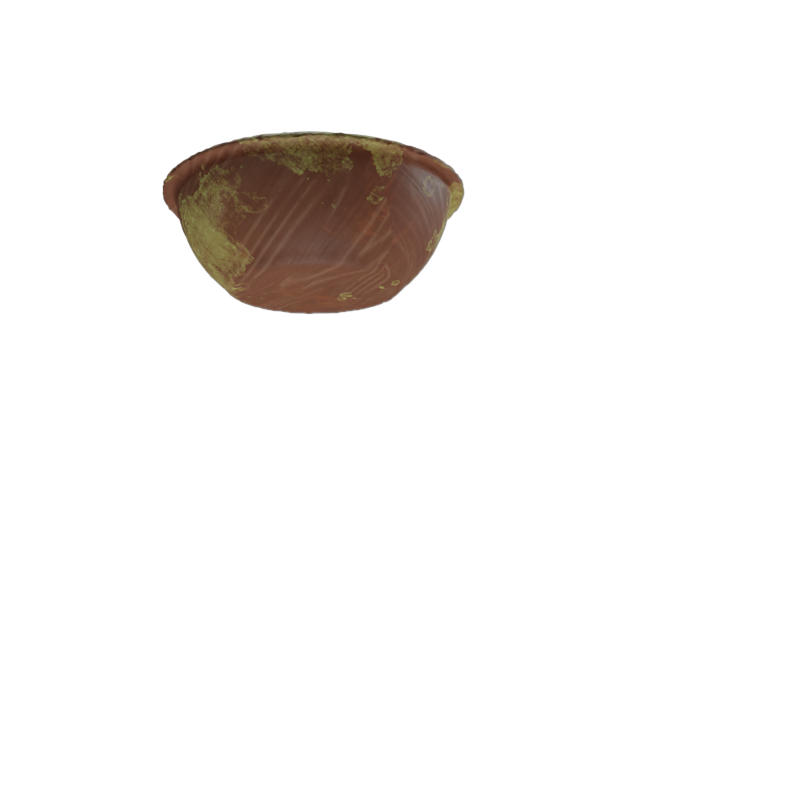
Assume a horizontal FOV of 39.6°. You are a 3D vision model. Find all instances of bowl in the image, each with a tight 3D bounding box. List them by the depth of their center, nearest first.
[{"bbox_3d":[-0.046,-0.084,0.589,0.162,0.057,0.156,0,-13,-2],"label":"bowl"}]
